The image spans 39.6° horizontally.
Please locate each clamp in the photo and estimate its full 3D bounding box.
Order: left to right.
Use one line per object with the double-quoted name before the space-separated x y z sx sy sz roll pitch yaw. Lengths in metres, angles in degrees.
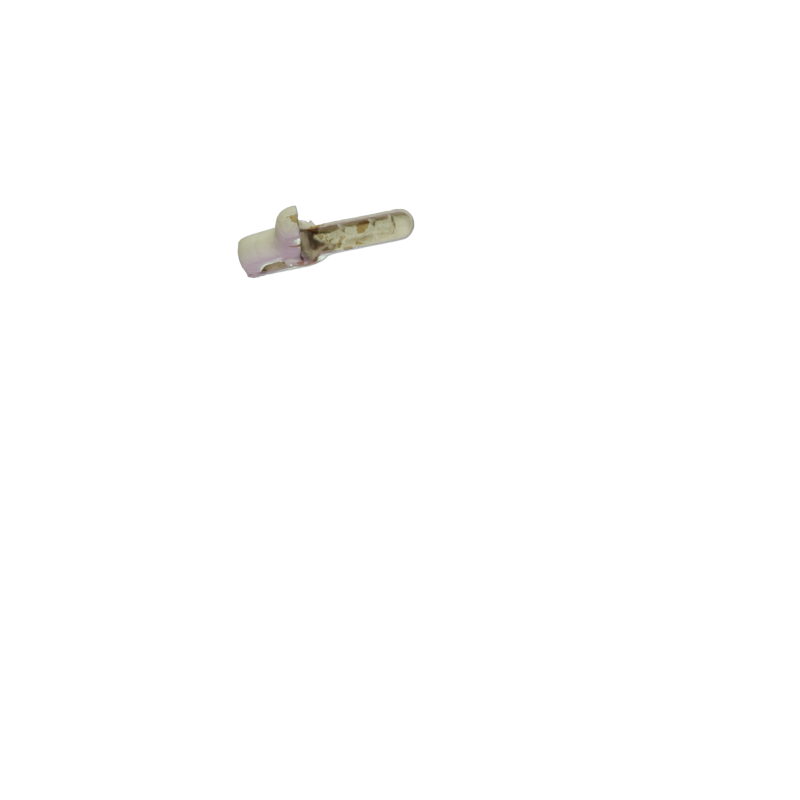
"clamp" -0.071 -0.129 0.907 0.116 0.040 0.174 2 -4 -27
